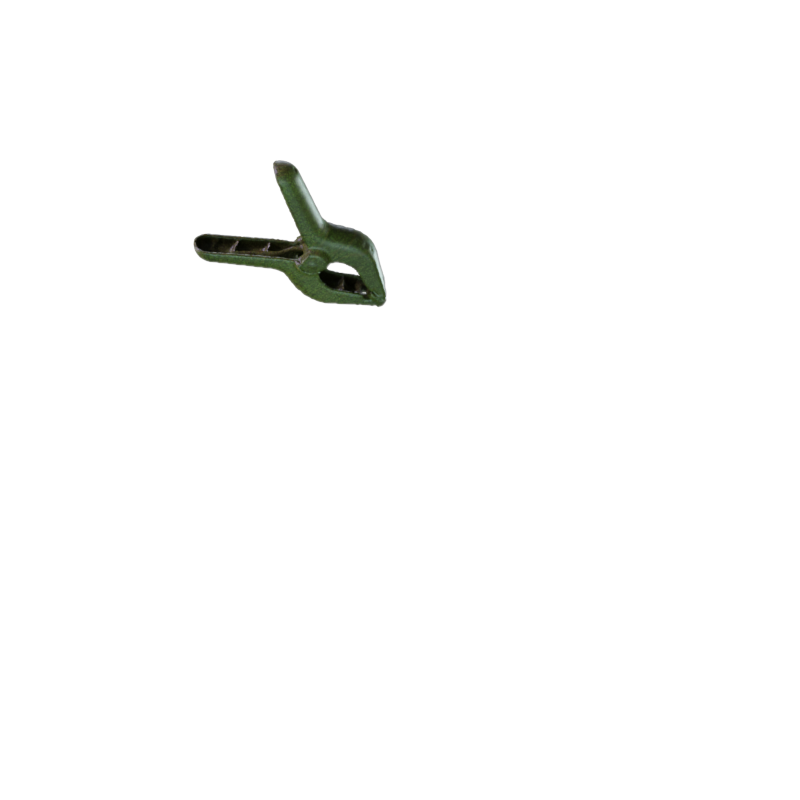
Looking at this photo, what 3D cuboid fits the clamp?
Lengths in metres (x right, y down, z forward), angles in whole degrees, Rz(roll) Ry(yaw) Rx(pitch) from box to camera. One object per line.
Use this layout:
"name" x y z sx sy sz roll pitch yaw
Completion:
"clamp" -0.072 -0.132 0.925 0.164 0.042 0.117 20 -40 -26
